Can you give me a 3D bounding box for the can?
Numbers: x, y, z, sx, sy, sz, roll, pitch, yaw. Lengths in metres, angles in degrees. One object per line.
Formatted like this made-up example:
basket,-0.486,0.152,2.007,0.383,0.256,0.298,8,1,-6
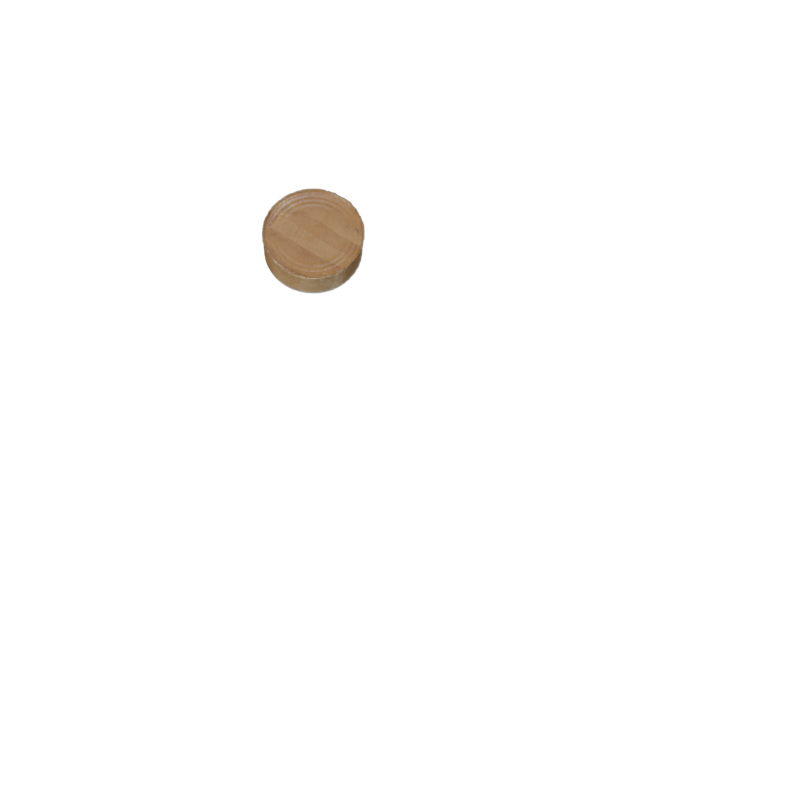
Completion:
can,-0.073,-0.134,0.936,0.086,0.091,0.032,-1,-27,-1
